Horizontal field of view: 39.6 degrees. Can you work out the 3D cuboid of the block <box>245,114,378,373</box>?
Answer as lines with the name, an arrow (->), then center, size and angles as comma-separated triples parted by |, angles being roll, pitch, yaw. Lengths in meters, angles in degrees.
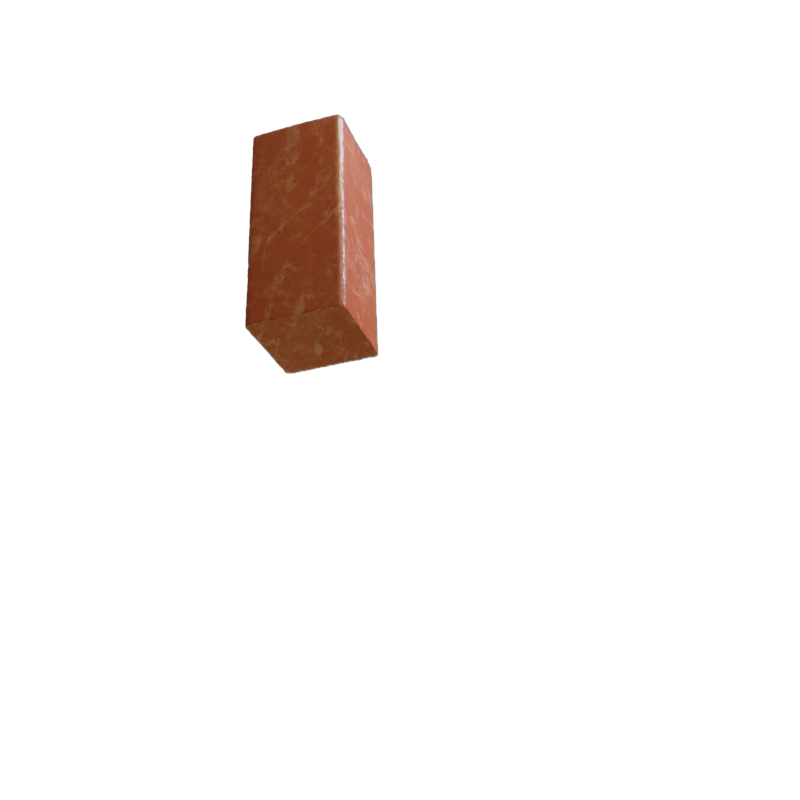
block -> -0.077, -0.142, 0.991 | 0.091, 0.220, 0.084 | -13, -34, 16
